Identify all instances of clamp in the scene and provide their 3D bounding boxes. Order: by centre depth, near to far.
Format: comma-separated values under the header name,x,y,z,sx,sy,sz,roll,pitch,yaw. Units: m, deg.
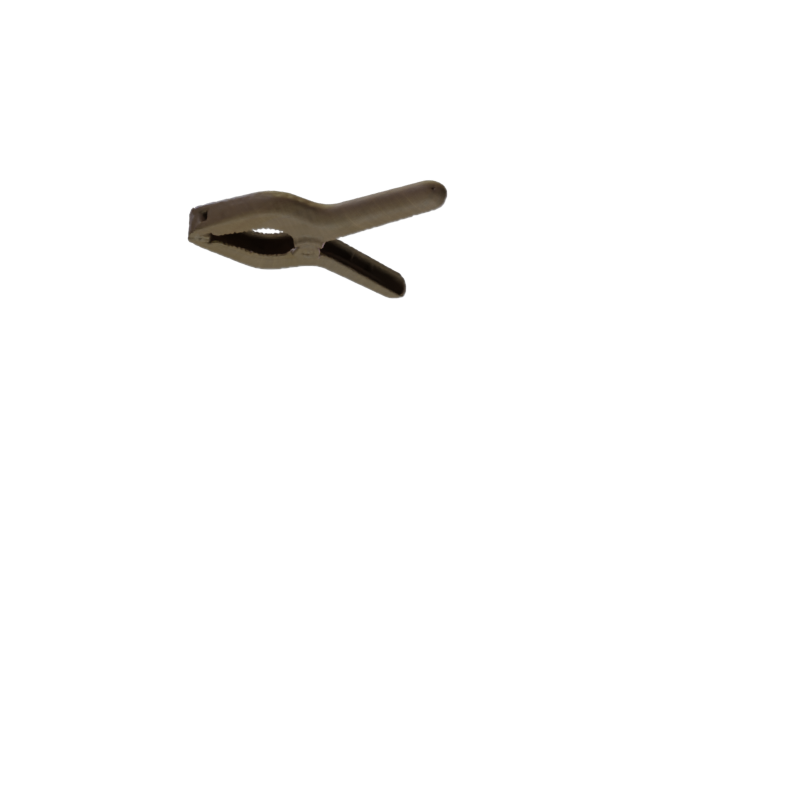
name,x,y,z,sx,sy,sz,roll,pitch,yaw
clamp,-0.074,-0.135,0.946,0.209,0.039,0.155,1,-28,-3
